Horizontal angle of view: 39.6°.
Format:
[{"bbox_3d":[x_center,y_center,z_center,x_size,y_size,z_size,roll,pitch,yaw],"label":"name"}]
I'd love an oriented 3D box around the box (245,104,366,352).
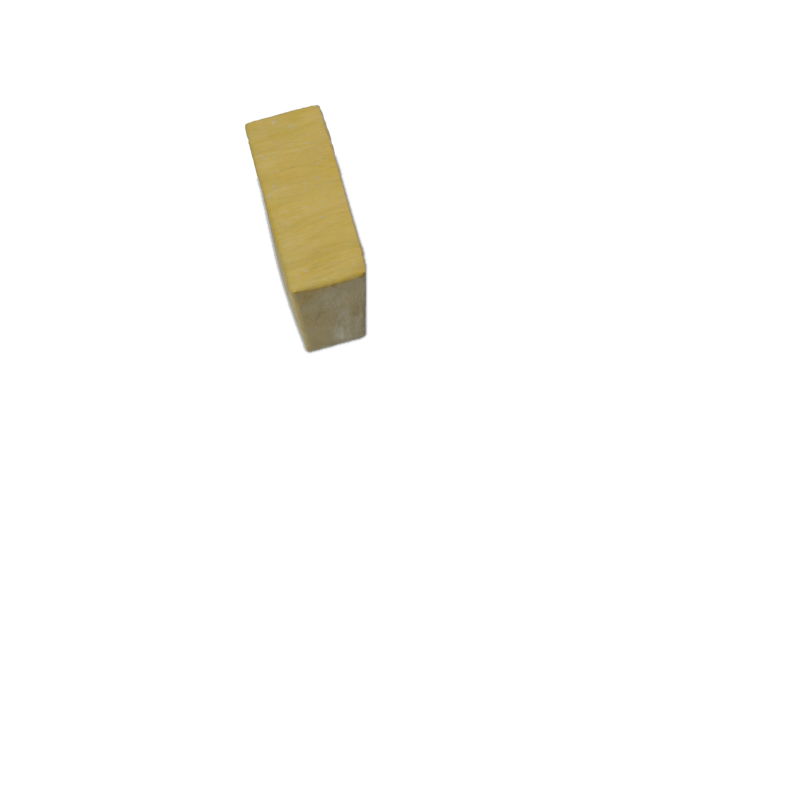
[{"bbox_3d":[-0.048,-0.089,0.621,0.048,0.096,0.172,-15,-8,-6],"label":"box"}]
